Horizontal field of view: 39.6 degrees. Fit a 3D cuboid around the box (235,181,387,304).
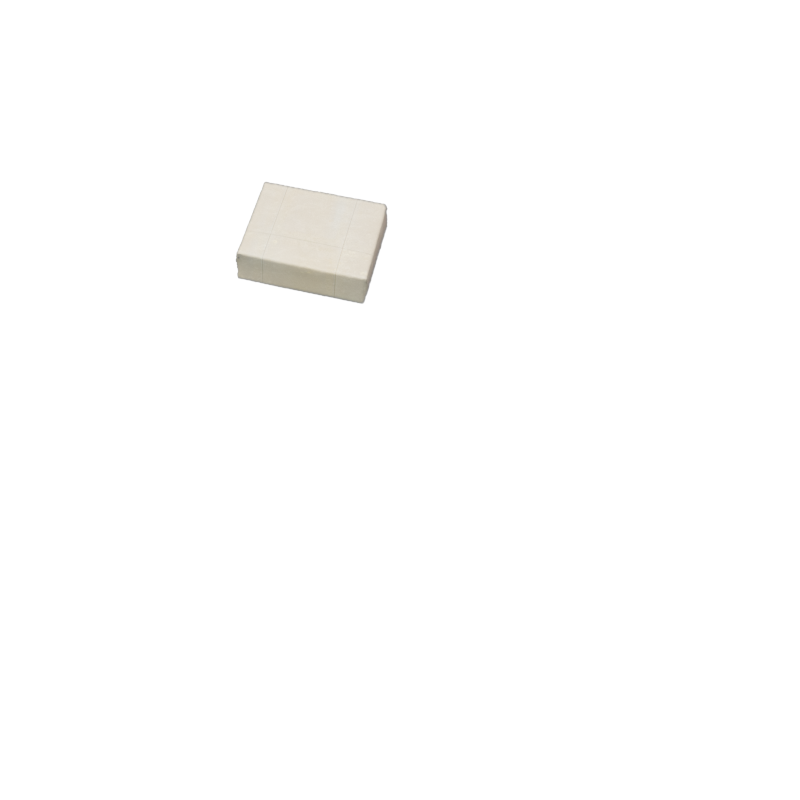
[{"bbox_3d":[-0.074,-0.135,0.944,0.115,0.095,0.036,9,-40,8],"label":"box"}]
